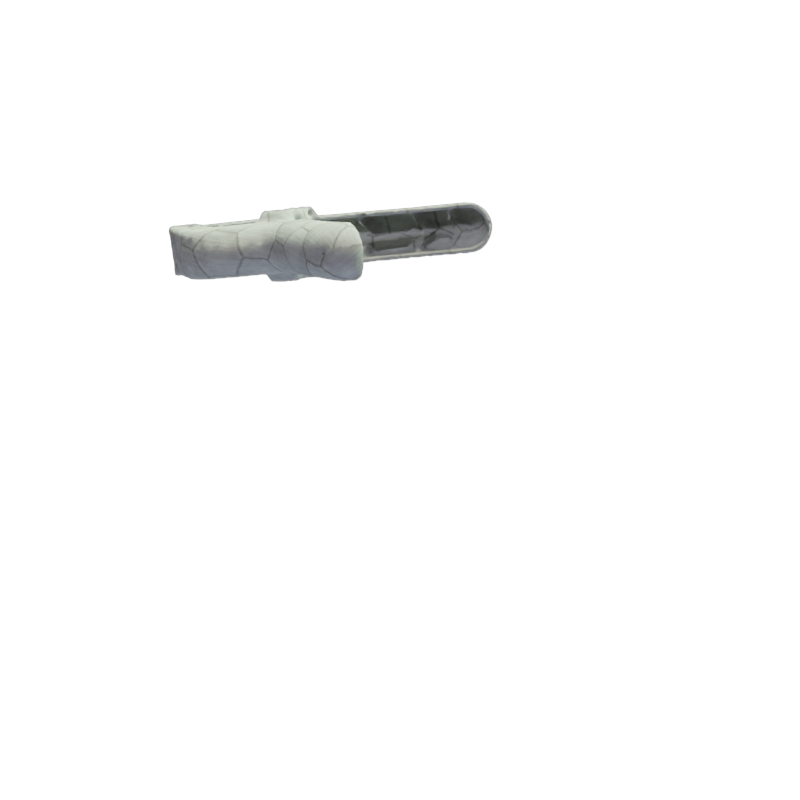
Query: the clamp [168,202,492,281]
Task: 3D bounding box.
[{"bbox_3d":[-0.044,-0.079,0.557,0.116,0.039,0.179,-9,13,-44],"label":"clamp"}]
